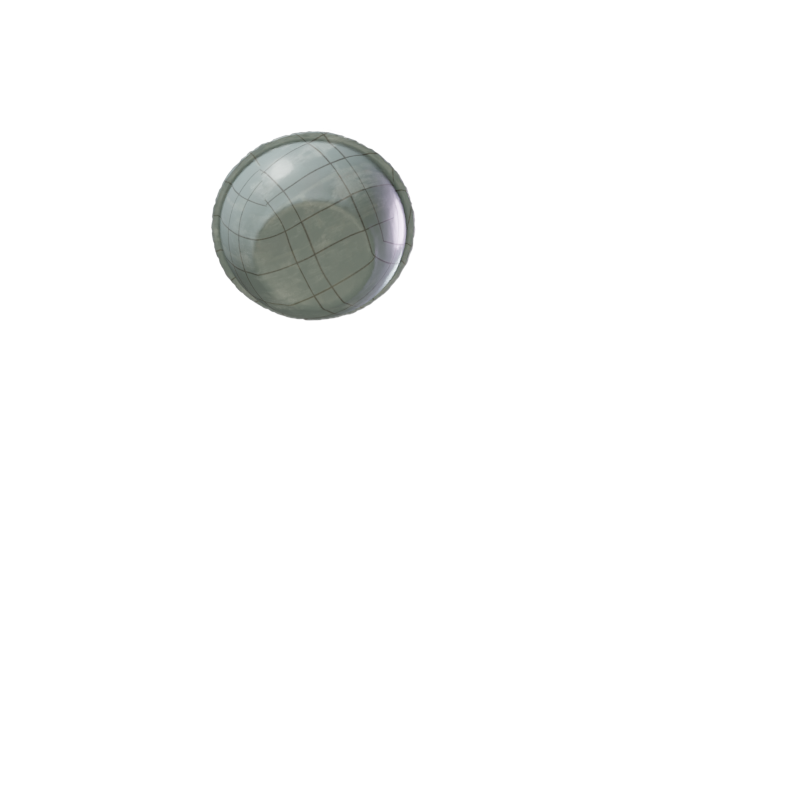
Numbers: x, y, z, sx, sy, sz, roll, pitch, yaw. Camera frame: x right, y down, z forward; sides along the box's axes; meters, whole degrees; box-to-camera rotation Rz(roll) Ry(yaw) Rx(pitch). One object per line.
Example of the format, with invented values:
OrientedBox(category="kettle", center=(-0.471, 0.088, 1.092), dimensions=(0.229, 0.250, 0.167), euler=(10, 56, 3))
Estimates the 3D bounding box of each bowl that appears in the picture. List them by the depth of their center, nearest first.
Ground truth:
OrientedBox(category="bowl", center=(-0.067, -0.122, 0.856), dimensions=(0.162, 0.154, 0.058), euler=(1, 26, -1))
